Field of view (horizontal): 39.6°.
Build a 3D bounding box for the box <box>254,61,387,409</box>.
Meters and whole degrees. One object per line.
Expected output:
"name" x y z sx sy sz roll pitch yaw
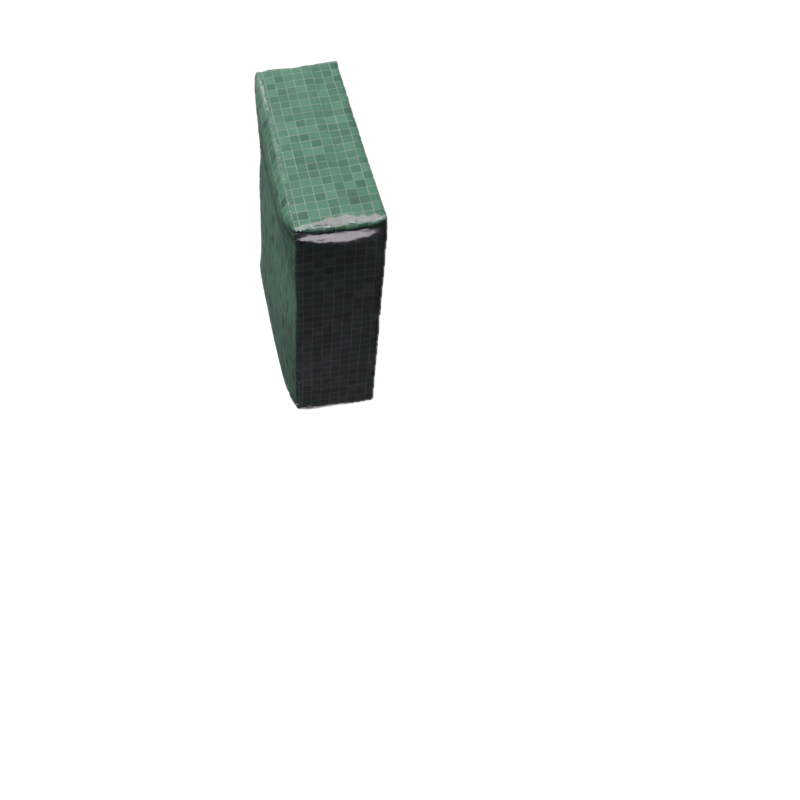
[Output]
"box" -0.066 -0.120 0.838 0.071 0.177 0.199 -9 -36 -10
